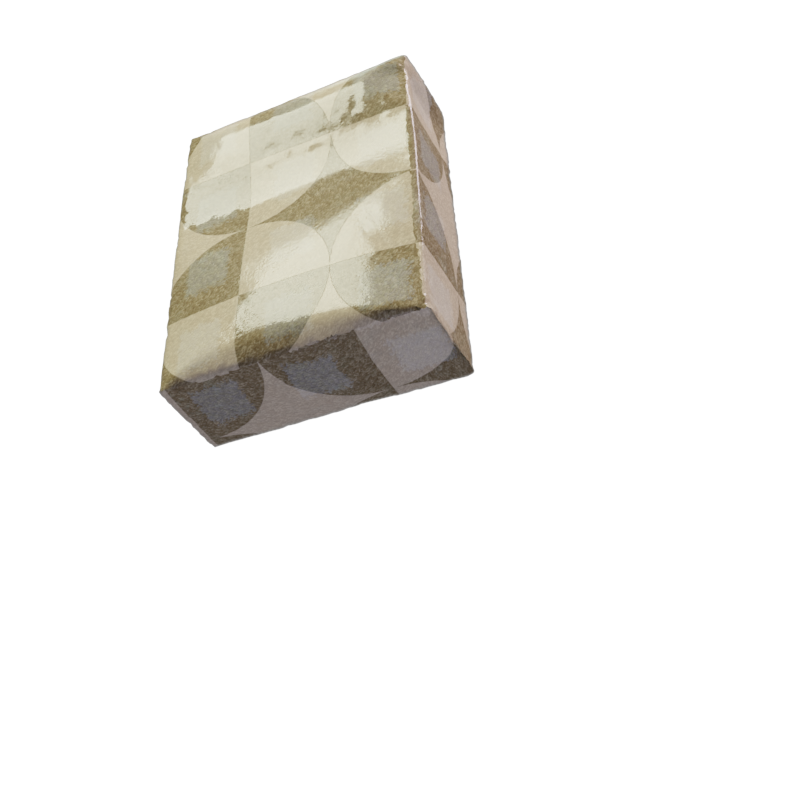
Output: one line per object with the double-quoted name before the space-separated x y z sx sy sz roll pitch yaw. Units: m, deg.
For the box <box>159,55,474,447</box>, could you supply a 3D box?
"box" -0.052 -0.096 0.670 0.165 0.229 0.066 -17 -41 18
